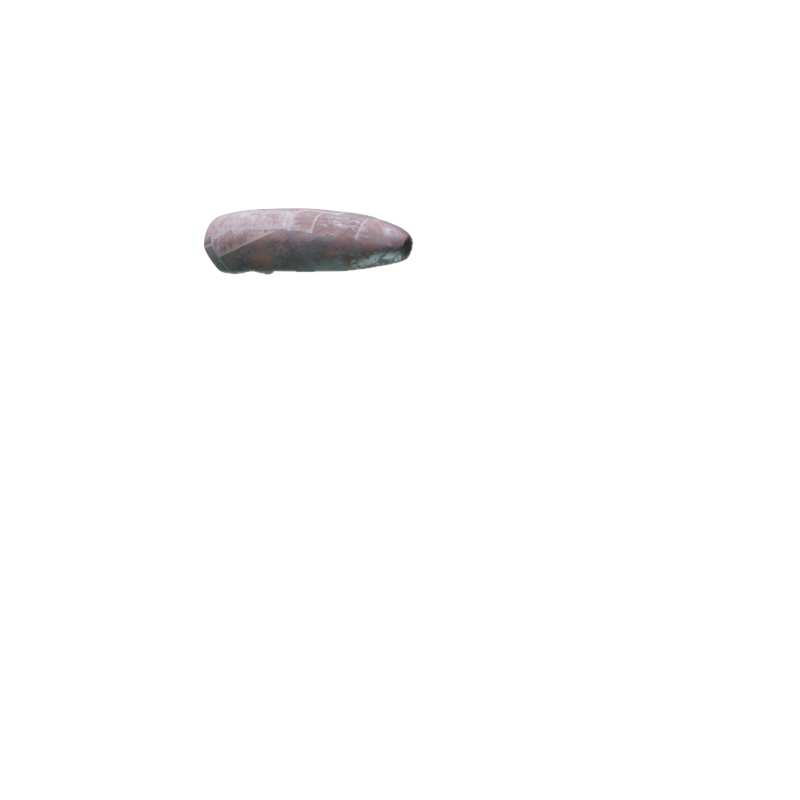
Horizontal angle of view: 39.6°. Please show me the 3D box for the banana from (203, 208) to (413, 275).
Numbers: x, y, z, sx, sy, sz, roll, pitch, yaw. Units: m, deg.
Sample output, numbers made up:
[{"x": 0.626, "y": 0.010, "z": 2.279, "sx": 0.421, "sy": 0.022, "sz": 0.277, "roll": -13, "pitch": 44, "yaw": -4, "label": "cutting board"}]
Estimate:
[{"x": -0.069, "y": -0.092, "z": 0.641, "sx": 0.067, "sy": 0.037, "sz": 0.205, "roll": -2, "pitch": 6, "yaw": -28, "label": "banana"}]
